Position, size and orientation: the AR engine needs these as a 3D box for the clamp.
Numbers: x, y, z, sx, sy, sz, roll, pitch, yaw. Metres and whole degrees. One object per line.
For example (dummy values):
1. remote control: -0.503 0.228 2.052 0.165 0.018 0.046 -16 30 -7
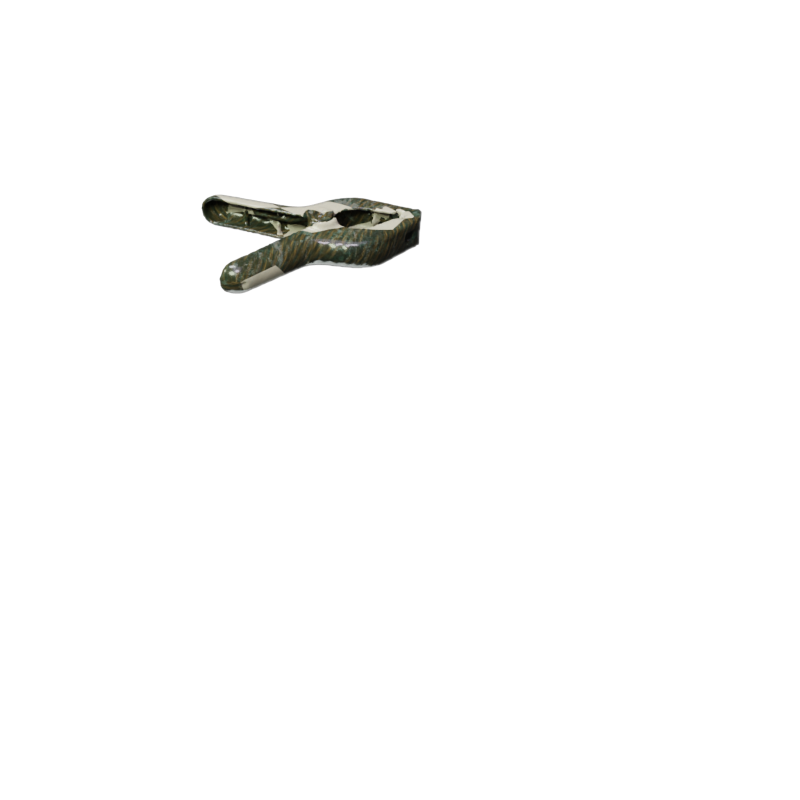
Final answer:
1. clamp: -0.066 -0.120 0.840 0.171 0.037 0.129 -3 42 -3
